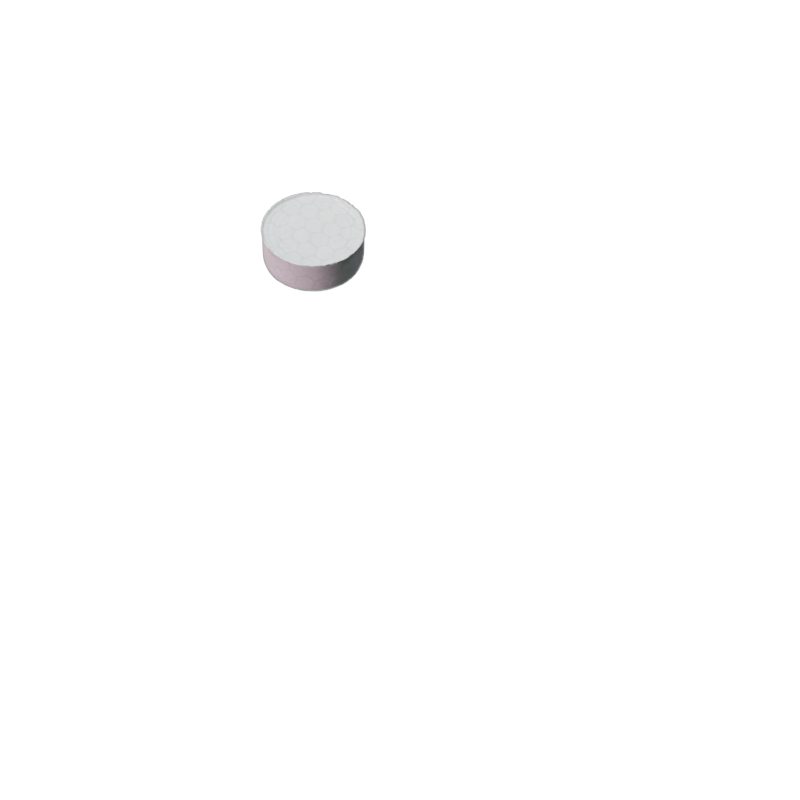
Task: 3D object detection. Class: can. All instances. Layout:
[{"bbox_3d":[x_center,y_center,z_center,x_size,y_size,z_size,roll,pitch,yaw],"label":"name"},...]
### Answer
[{"bbox_3d":[-0.072,-0.130,0.913,0.086,0.092,0.031,-1,-41,-1],"label":"can"}]
